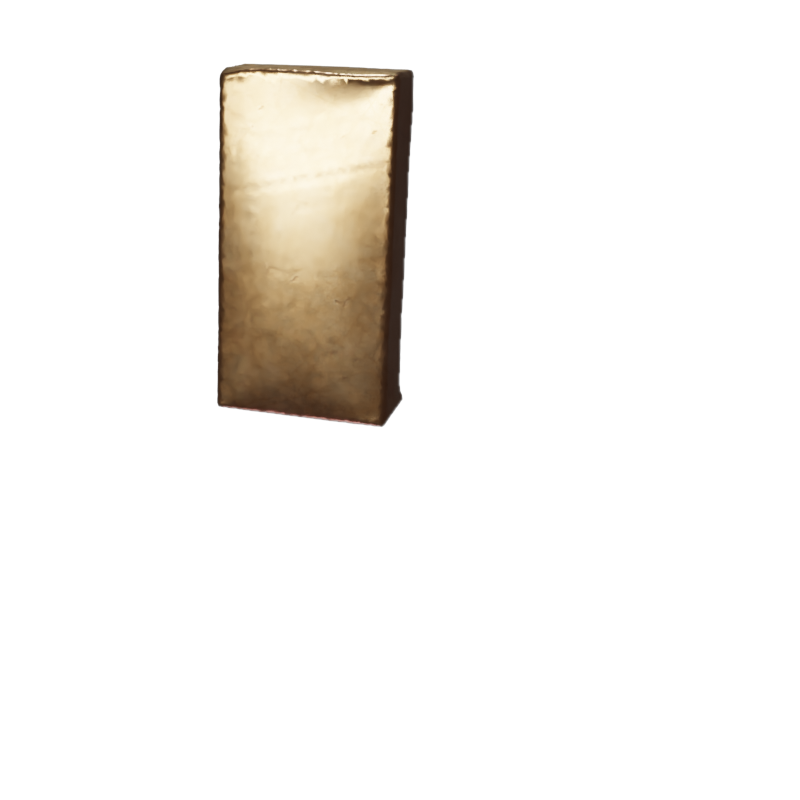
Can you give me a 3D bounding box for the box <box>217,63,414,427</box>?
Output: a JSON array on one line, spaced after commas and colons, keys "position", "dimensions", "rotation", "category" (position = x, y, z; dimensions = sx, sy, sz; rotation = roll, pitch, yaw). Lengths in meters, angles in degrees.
[{"position": [-0.044, -0.080, 0.564], "dimensions": [0.095, 0.170, 0.049], "rotation": [5, 15, 14], "category": "box"}]
